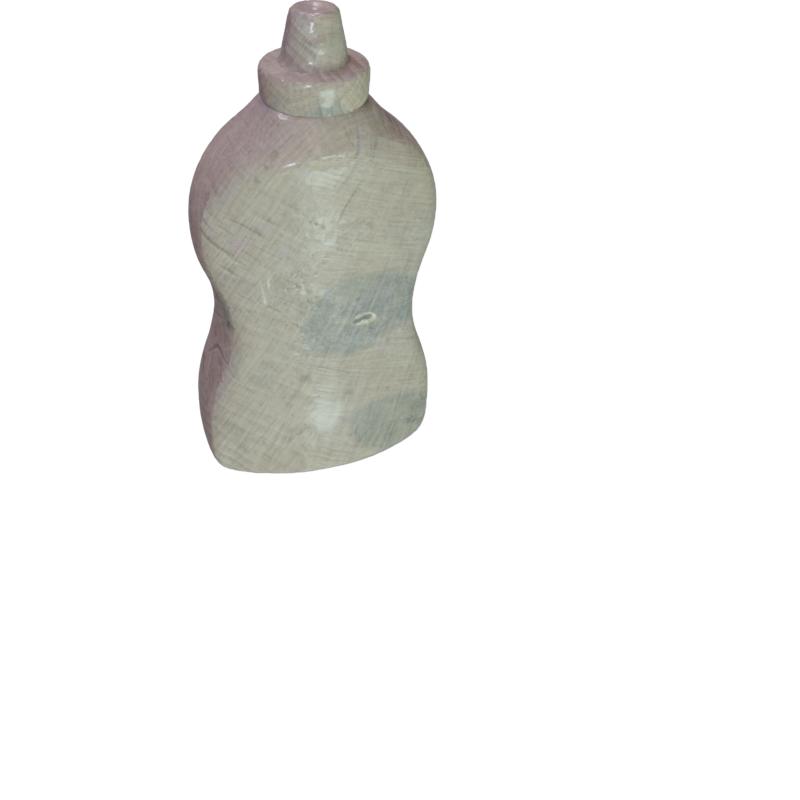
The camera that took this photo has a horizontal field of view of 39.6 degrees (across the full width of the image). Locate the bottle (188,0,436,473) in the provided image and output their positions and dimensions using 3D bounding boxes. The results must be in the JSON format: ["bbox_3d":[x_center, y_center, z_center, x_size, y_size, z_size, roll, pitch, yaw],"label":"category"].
[{"bbox_3d":[-0.034,-0.062,0.437,0.095,0.180,0.063,-7,34,-15],"label":"bottle"}]
